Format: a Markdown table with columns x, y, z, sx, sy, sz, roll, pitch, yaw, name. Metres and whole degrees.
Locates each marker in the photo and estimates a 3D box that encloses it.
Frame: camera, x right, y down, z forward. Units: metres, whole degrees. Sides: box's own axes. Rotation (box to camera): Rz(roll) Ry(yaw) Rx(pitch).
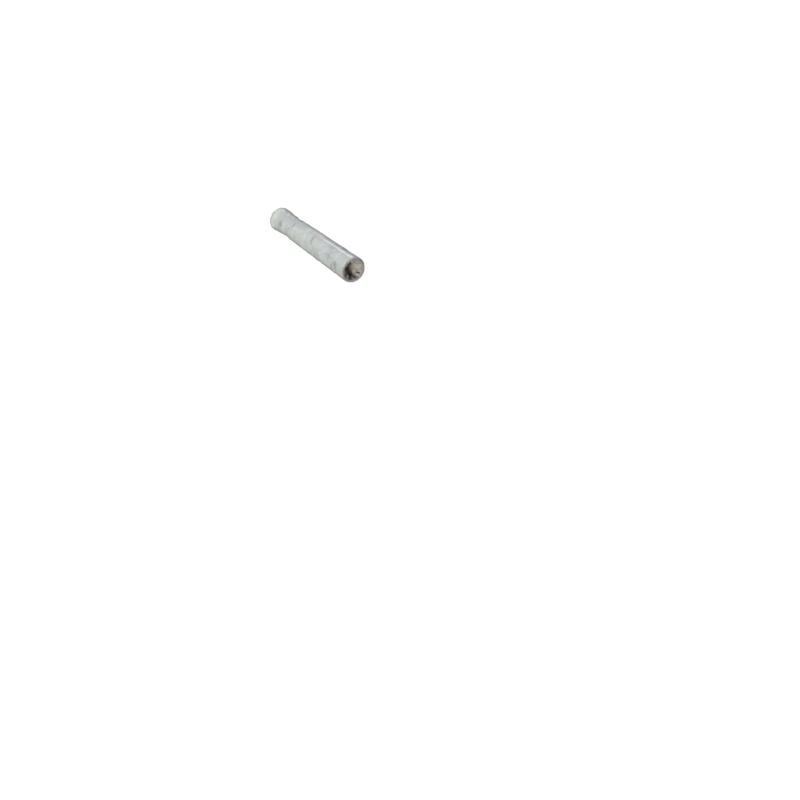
| x | y | z | sx | sy | sz | roll | pitch | yaw | name |
| --- | --- | --- | --- | --- | --- | --- | --- | --- | --- |
| -0.063 | -0.116 | 0.810 | 0.019 | 0.019 | 0.130 | -2 | 25 | -31 | marker |
